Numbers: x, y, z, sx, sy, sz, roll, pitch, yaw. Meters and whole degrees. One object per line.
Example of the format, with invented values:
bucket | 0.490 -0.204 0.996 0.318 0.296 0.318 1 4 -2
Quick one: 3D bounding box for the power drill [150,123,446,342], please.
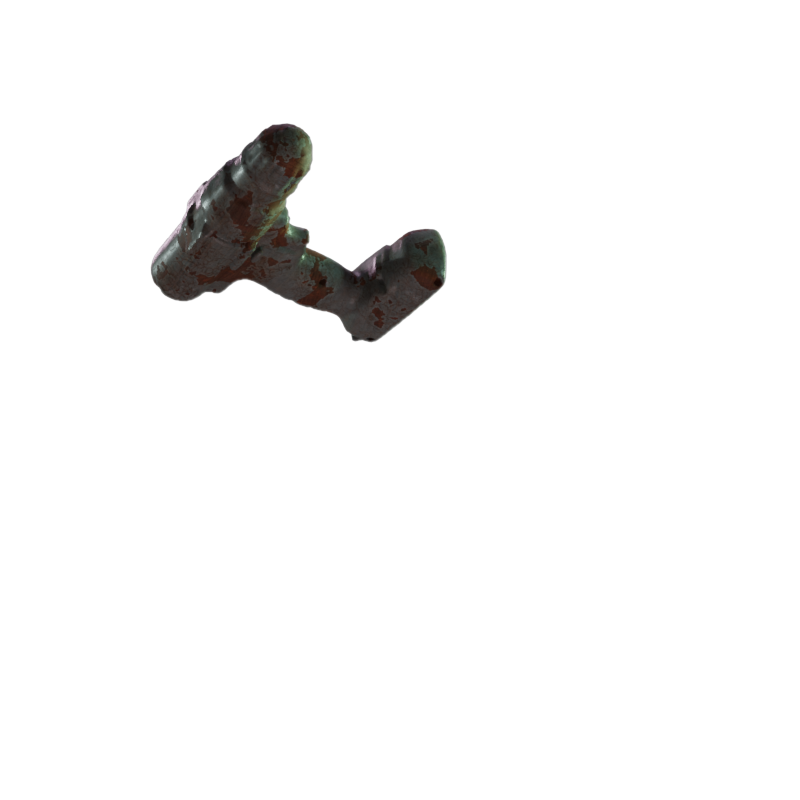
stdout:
power drill | -0.062 -0.113 0.792 0.179 0.061 0.181 19 -36 -29
